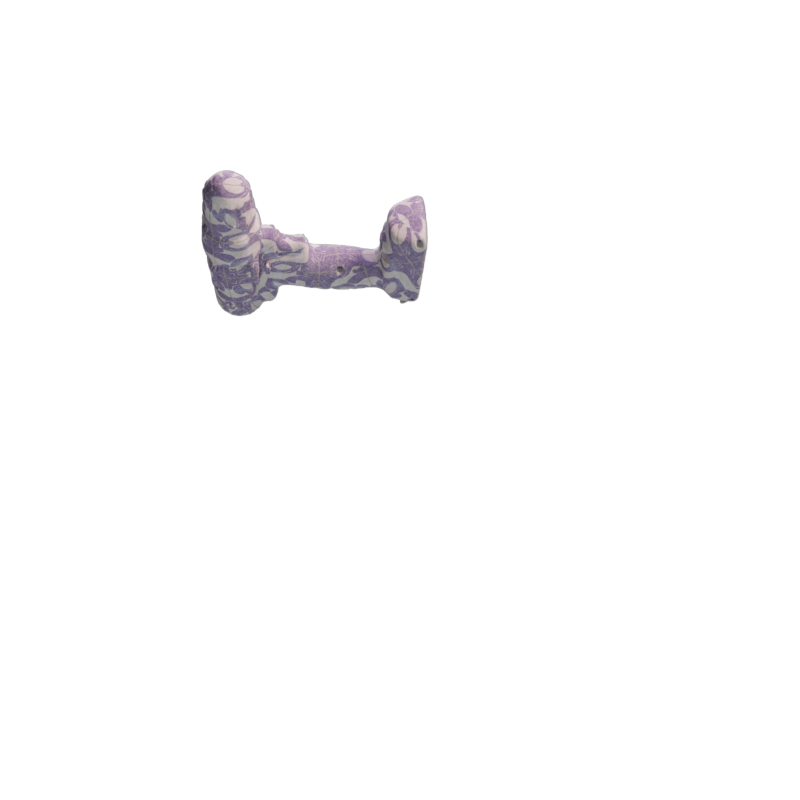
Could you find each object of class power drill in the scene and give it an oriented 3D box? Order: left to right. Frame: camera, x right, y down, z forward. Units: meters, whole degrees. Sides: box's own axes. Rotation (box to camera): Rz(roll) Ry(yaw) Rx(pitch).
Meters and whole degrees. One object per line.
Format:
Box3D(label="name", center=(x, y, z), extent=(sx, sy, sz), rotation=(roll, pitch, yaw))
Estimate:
Box3D(label="power drill", center=(-0.074, -0.134, 0.939), extent=(0.187, 0.061, 0.174), rotation=(0, -26, -1))
